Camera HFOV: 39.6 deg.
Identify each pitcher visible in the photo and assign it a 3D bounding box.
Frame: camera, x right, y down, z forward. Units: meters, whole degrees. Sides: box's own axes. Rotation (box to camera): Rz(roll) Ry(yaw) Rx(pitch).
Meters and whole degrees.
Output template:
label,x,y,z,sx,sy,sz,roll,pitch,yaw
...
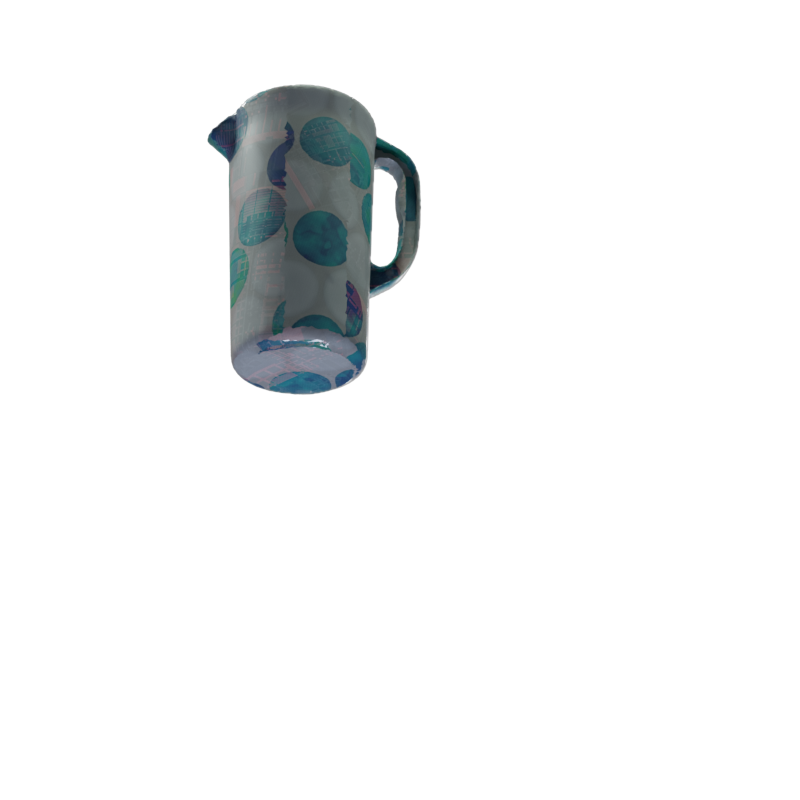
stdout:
label,x,y,z,sx,sy,sz,roll,pitch,yaw
pitcher,-0.073,-0.133,0.931,0.151,0.259,0.134,-16,-32,24
